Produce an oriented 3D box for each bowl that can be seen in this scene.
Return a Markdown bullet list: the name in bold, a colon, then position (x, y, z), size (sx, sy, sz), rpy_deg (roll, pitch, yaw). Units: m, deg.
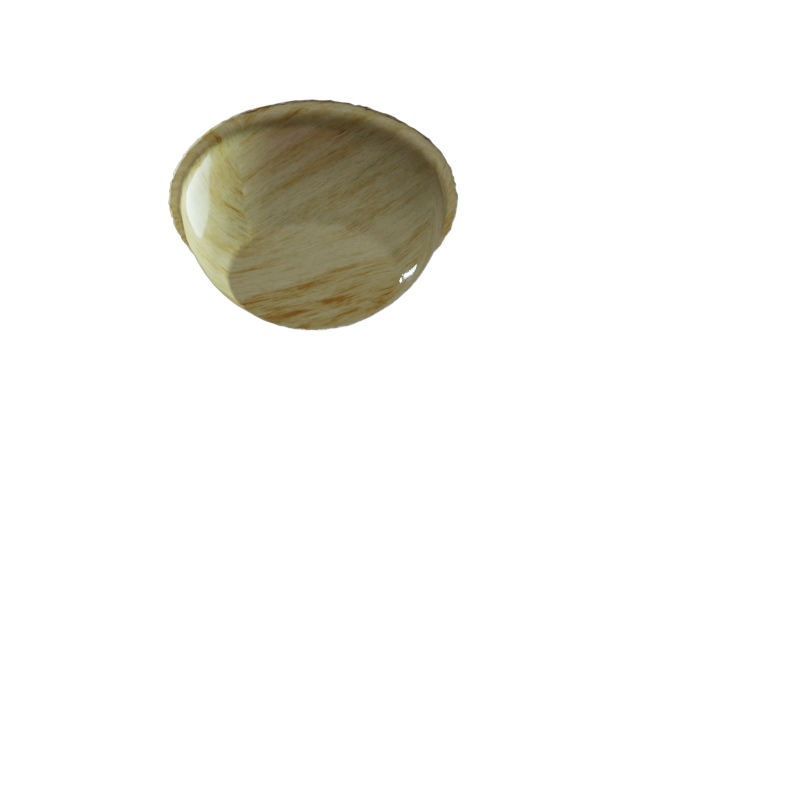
- **bowl**: position (-0.047, -0.086, 0.605), size (0.162, 0.059, 0.151), rpy_deg (1, -35, -2)
